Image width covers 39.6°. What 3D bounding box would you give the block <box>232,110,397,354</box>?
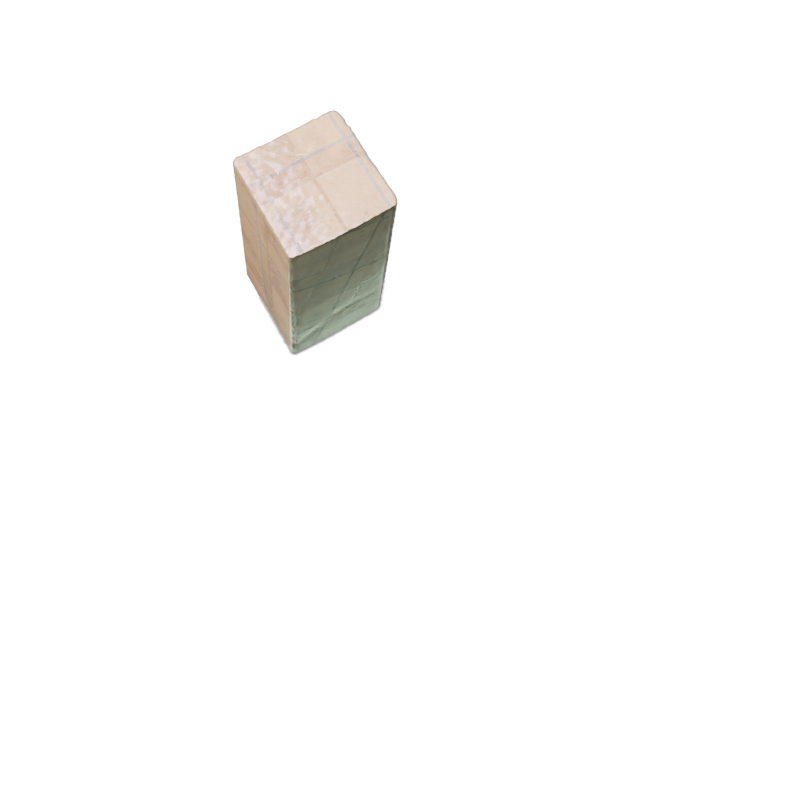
[{"bbox_3d":[-0.068,-0.125,0.874,0.090,0.095,0.197,-28,-15,-12],"label":"block"}]
